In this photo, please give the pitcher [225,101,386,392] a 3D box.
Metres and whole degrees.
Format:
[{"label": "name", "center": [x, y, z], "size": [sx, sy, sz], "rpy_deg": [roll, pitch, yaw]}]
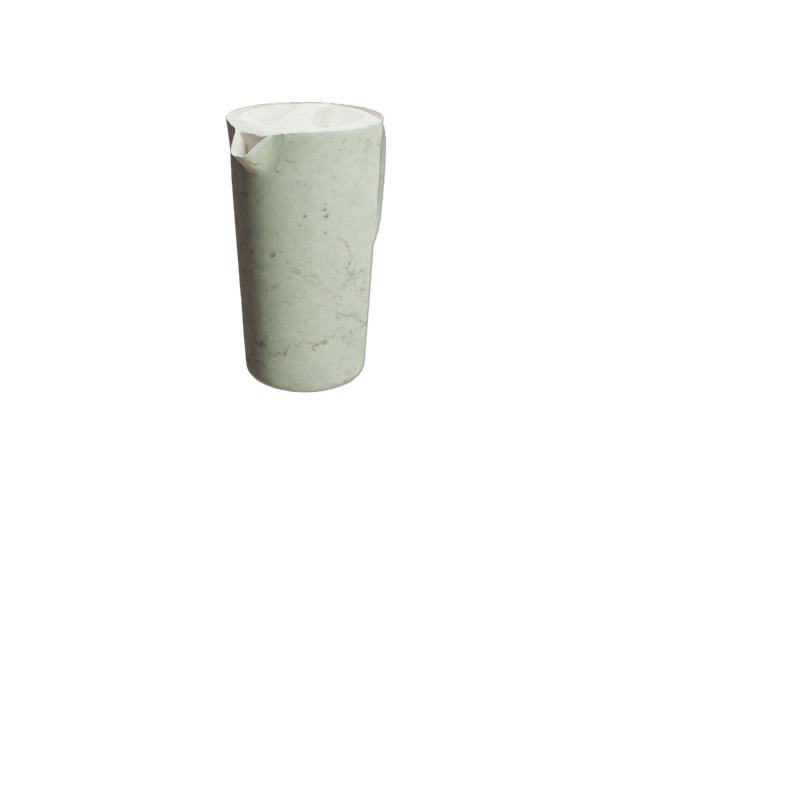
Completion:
[{"label": "pitcher", "center": [-0.077, -0.140, 0.978], "size": [0.148, 0.232, 0.153], "rpy_deg": [-2, 21, -9]}]
